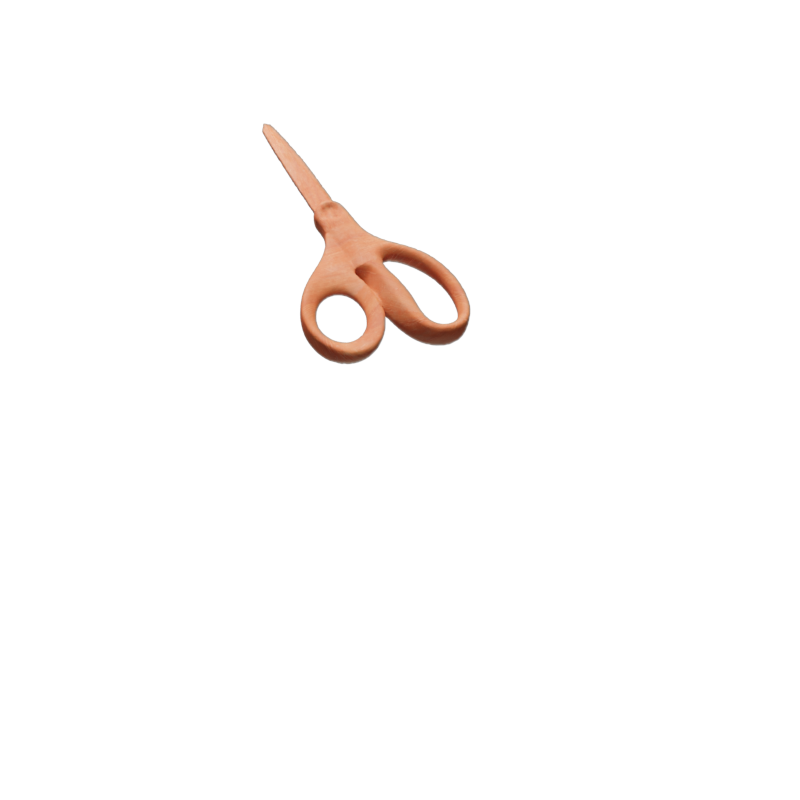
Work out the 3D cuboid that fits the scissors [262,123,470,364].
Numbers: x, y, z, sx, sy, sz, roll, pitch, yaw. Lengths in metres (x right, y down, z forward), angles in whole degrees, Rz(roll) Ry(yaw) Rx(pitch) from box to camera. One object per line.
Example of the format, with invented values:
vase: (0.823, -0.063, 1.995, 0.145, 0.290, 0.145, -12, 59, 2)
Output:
scissors: (-0.048, -0.088, 0.619, 0.096, 0.015, 0.216, -32, 55, -26)
